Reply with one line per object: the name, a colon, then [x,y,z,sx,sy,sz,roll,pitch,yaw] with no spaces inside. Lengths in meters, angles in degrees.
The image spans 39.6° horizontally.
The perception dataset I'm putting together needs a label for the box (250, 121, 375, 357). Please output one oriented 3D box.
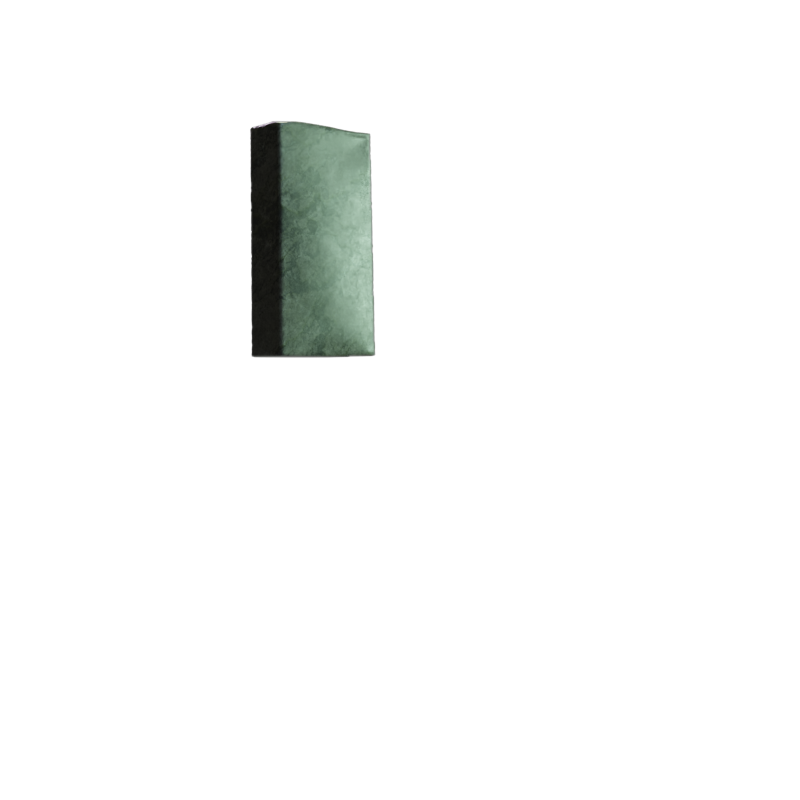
box: [-0.066,-0.121,0.849,0.089,0.178,0.049,2,-5,-39]
